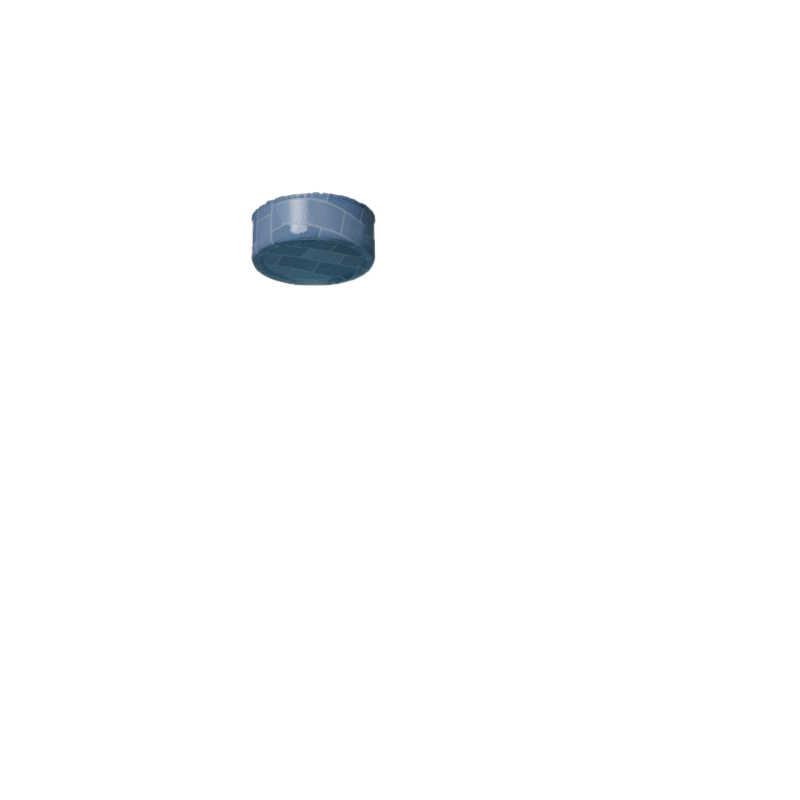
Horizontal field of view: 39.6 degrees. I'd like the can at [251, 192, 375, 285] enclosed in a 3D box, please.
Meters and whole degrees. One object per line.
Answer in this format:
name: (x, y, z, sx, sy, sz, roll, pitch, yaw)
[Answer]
can: (-0.059, -0.108, 0.759, 0.086, 0.035, 0.082, 0, -18, -2)
